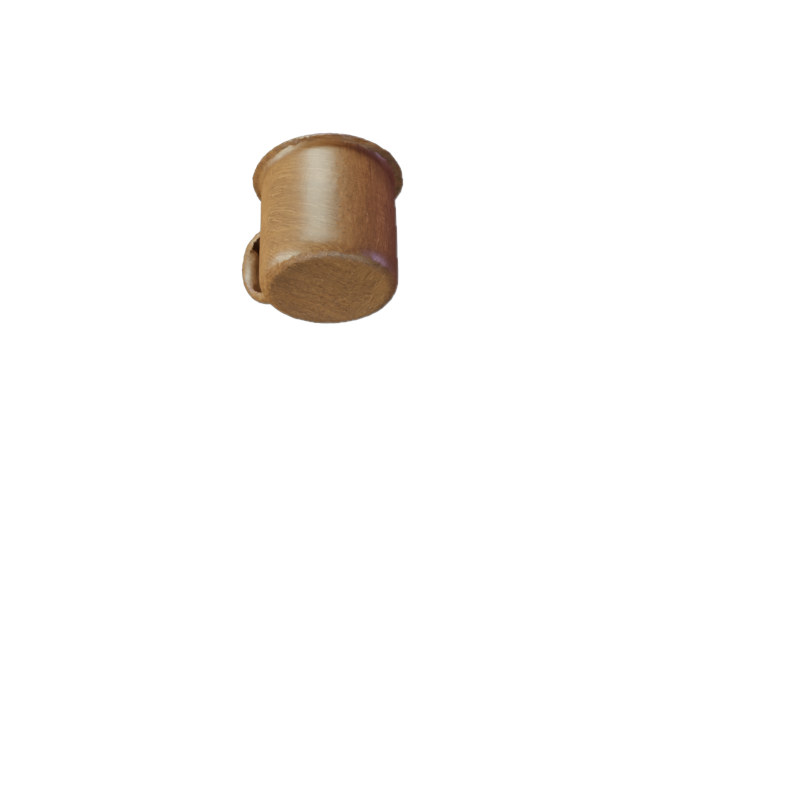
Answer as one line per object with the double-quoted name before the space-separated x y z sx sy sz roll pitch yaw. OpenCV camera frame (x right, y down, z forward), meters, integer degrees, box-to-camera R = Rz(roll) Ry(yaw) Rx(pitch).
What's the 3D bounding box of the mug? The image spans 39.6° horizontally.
"mug" -0.052 -0.096 0.670 0.118 0.087 0.087 -23 -37 32
